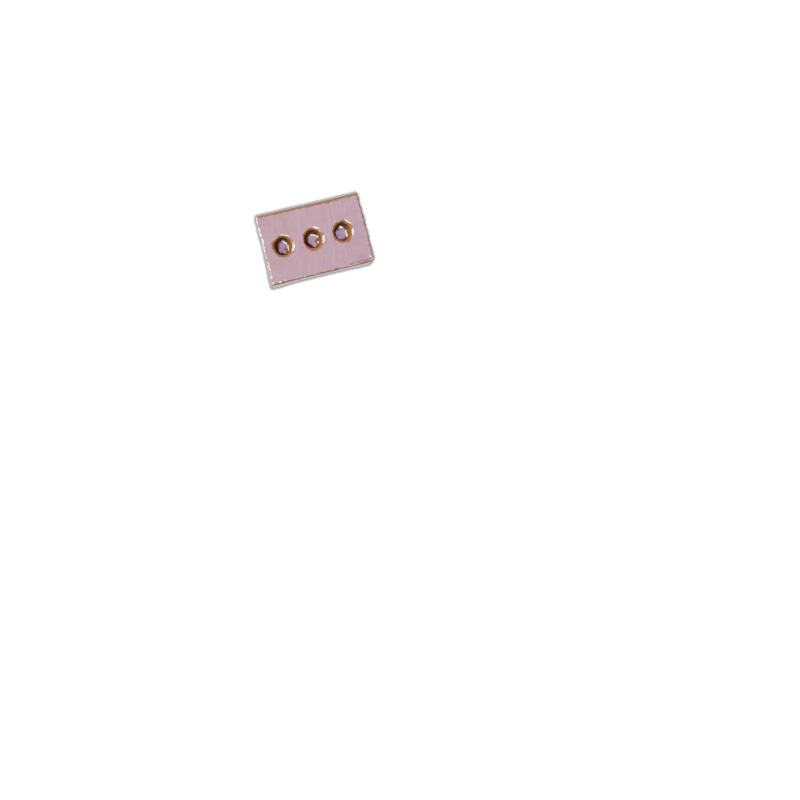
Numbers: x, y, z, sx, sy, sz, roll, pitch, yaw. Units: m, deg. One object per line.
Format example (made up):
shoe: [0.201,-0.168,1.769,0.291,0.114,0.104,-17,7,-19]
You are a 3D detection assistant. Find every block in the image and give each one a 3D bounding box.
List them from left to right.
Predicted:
block: [-0.064,-0.116,0.812,0.078,0.053,0.051,-15,0,-2]
